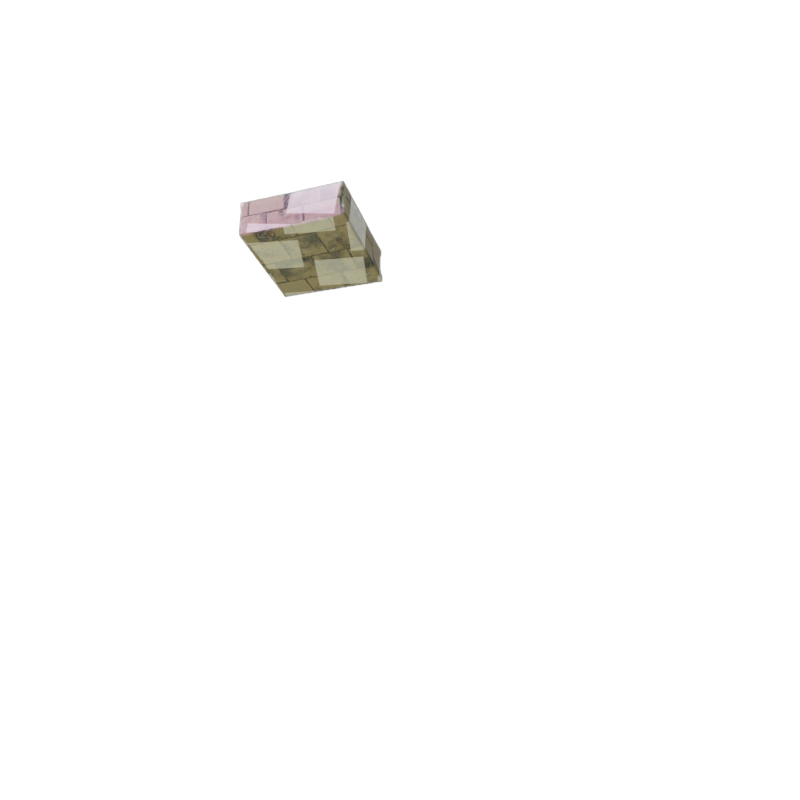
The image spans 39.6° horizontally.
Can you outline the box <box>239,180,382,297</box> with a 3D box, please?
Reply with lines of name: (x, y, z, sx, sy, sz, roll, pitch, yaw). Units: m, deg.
box: (-0.059, -0.107, 0.749, 0.074, 0.032, 0.083, -9, -29, 16)
